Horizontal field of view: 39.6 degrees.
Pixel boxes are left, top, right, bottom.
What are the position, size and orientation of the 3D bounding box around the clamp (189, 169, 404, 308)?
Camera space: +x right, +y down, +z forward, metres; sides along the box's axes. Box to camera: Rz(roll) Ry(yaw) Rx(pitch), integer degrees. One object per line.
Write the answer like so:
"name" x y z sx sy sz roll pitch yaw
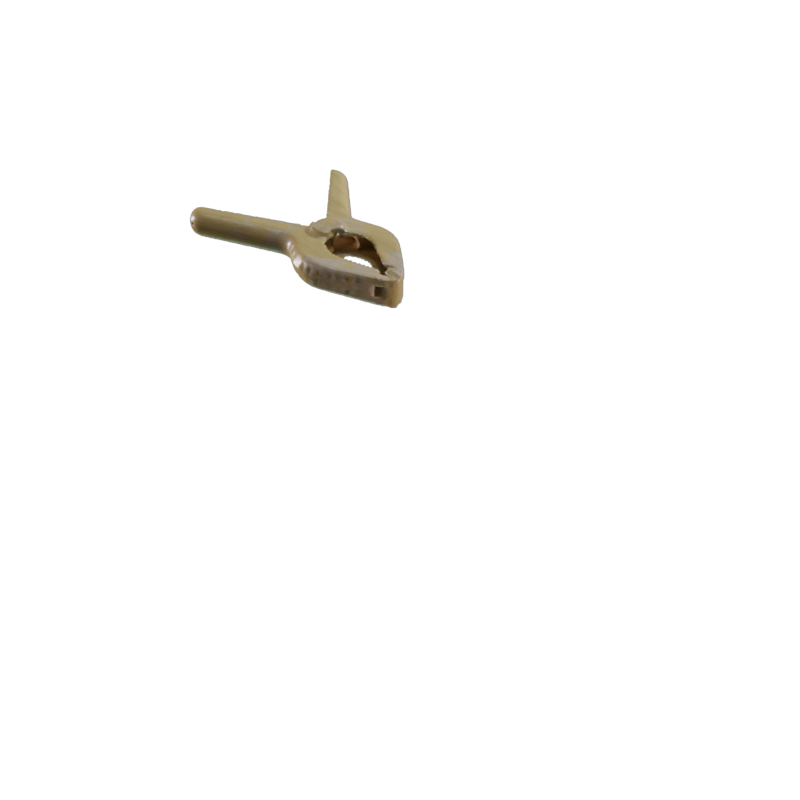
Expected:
"clamp" -0.075 -0.136 0.955 0.162 0.034 0.227 -18 39 -24
